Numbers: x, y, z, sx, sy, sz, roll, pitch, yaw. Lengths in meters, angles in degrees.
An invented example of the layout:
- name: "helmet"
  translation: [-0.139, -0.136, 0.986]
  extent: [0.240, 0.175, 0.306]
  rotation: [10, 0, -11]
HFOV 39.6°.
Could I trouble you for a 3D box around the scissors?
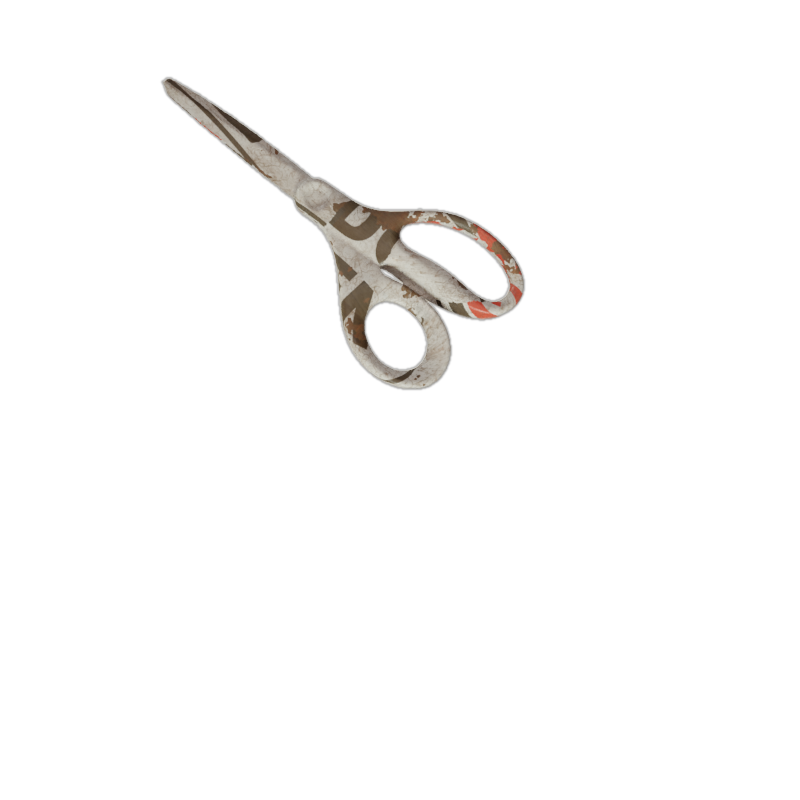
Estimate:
- name: "scissors"
  translation: [-0.042, -0.076, 0.531]
  extent: [0.204, 0.098, 0.015]
  rotation: [23, -12, 5]
